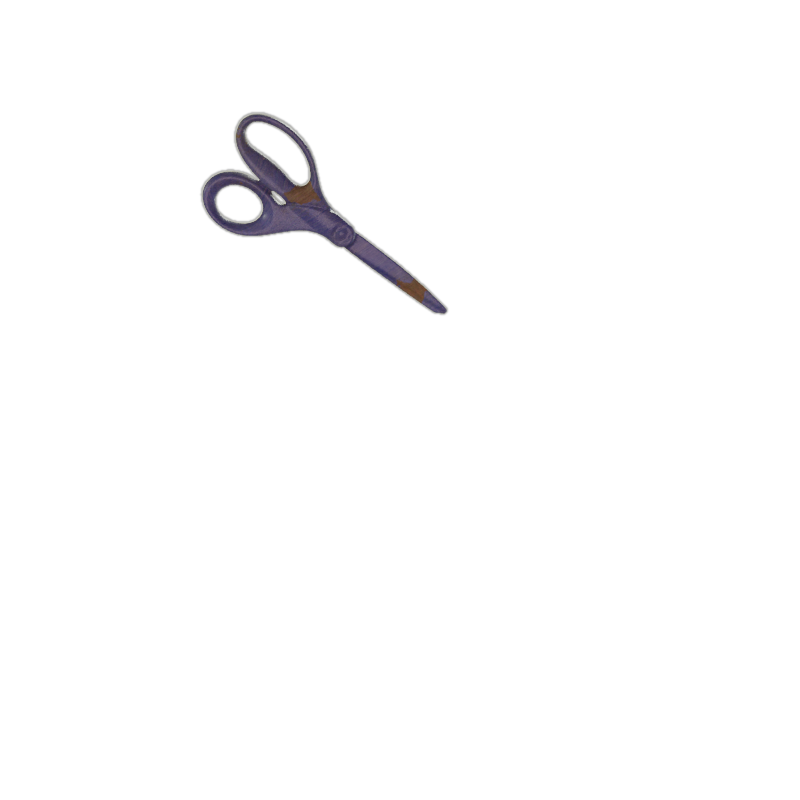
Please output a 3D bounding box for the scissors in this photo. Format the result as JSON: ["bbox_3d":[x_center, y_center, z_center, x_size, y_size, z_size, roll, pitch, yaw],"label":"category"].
[{"bbox_3d":[-0.063,-0.114,0.801,0.096,0.197,0.016,-37,8,6],"label":"scissors"}]
